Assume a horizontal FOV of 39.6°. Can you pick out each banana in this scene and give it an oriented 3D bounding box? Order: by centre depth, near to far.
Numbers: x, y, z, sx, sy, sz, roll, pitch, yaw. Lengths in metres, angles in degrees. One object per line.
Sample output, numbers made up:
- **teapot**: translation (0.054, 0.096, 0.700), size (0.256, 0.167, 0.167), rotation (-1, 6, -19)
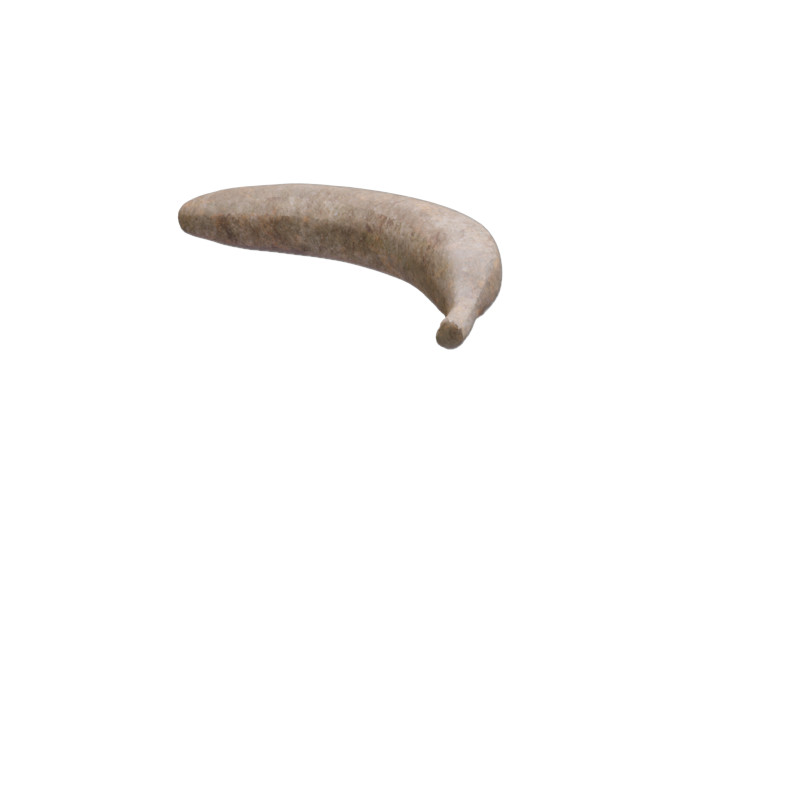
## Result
- **banana**: translation (-0.021, -0.072, 0.490), size (0.068, 0.035, 0.210), rotation (-16, 27, -36)
